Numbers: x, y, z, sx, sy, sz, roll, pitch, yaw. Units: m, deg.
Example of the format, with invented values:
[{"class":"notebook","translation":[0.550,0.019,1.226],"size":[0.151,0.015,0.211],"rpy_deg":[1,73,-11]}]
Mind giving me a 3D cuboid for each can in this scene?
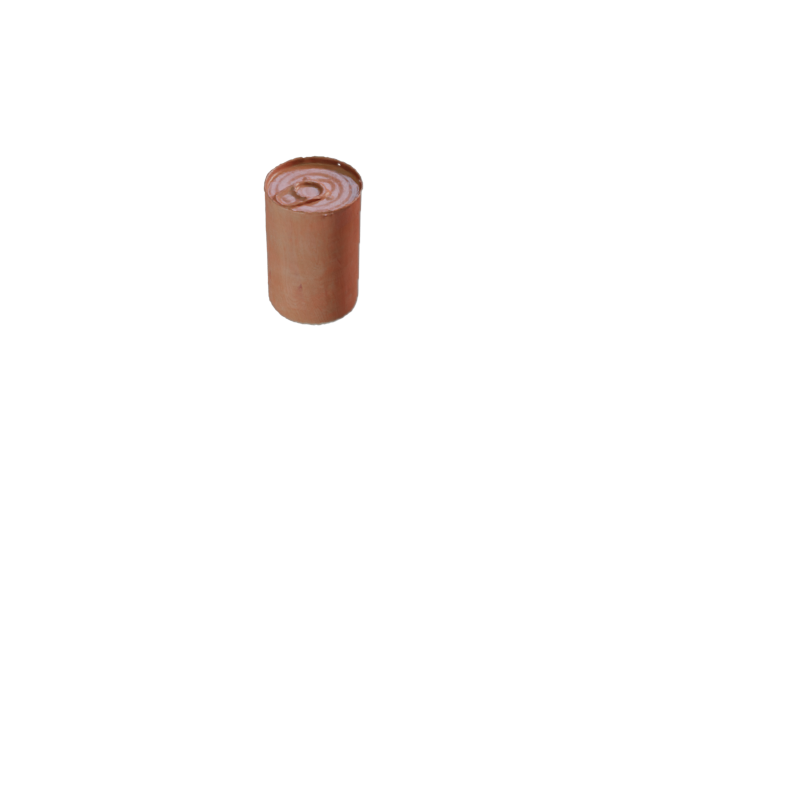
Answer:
[{"class":"can","translation":[-0.062,-0.112,0.786],"size":[0.068,0.095,0.073],"rpy_deg":[0,42,-3]}]
